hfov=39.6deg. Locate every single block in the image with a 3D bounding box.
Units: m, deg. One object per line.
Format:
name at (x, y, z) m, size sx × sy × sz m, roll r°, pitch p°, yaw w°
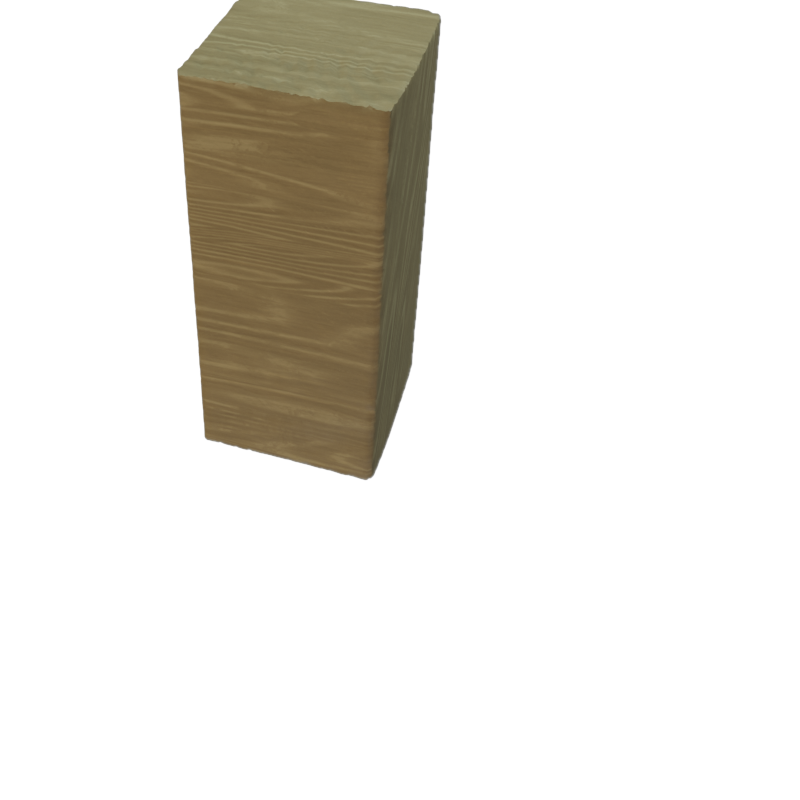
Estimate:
block at (-0.040, -0.074, 0.516) m, size 0.093 × 0.192 × 0.094 m, roll 12°, pitch 41°, yaw 10°
